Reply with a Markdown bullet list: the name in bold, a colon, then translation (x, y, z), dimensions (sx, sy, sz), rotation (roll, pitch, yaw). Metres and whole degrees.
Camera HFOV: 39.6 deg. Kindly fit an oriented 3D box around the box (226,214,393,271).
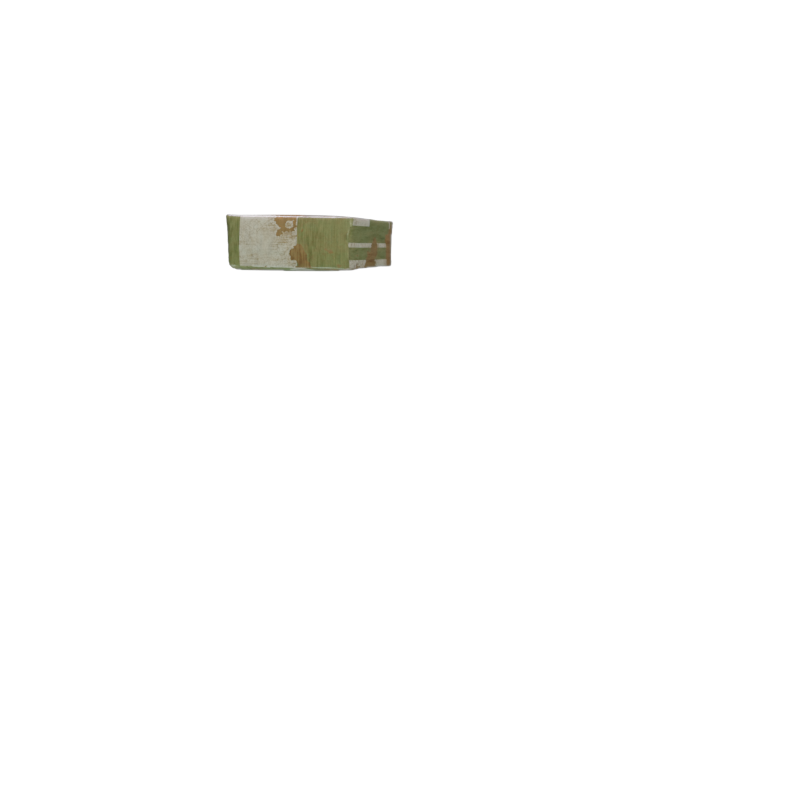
- **box**: translation (-0.061, -0.111, 0.779), dimensions (0.092, 0.038, 0.113), rotation (2, 9, 15)
